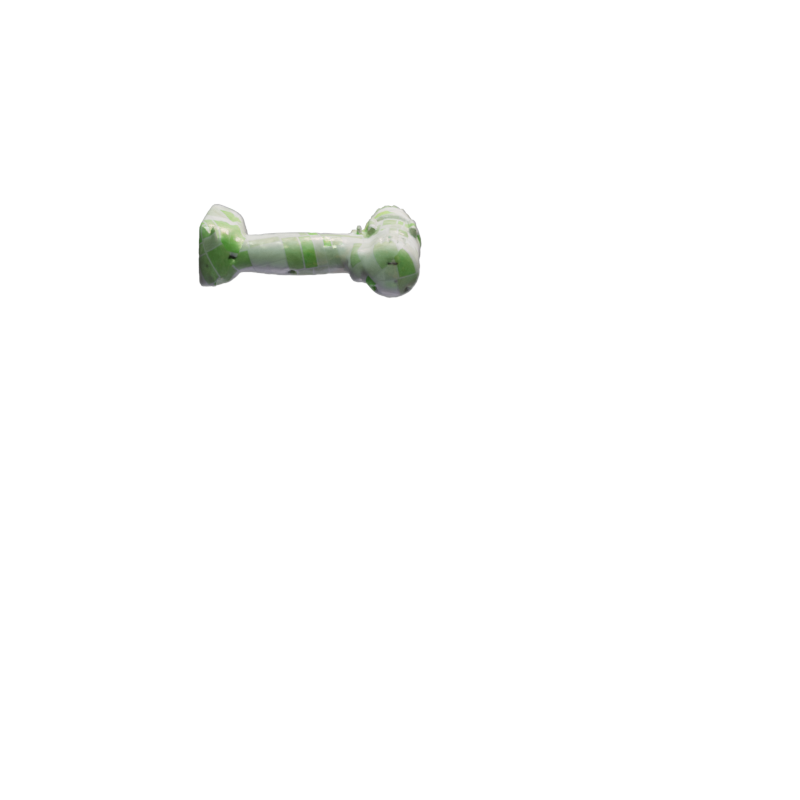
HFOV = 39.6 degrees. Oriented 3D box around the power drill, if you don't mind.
[{"bbox_3d":[-0.075,-0.137,0.962,0.188,0.055,0.191,0,19,1],"label":"power drill"}]
